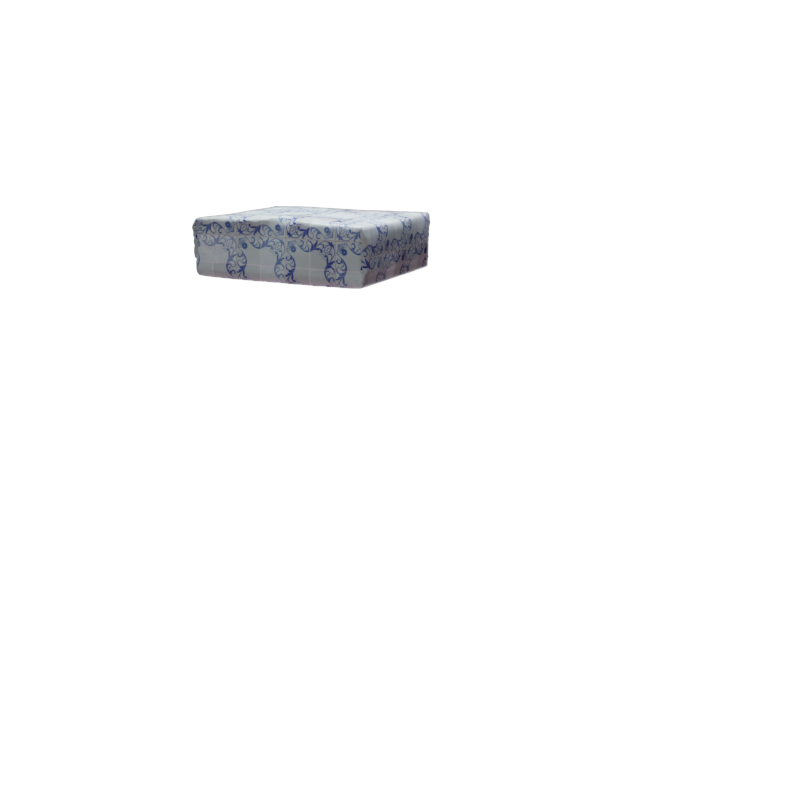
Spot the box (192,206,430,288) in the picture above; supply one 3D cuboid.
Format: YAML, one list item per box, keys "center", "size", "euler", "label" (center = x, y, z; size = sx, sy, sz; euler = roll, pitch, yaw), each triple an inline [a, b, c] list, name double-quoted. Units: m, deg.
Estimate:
- center: [-0.041, -0.074, 0.520]
  size: [0.093, 0.029, 0.072]
  euler: [7, 15, 26]
  label: "box"
